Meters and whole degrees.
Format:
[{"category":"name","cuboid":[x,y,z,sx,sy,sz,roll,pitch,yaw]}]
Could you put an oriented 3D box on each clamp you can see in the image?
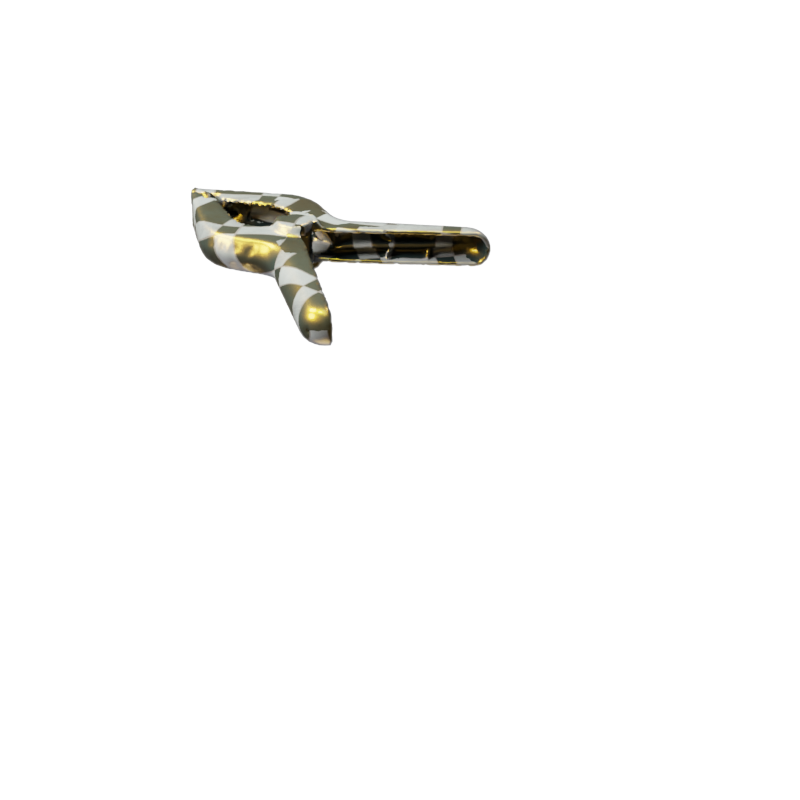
[{"category":"clamp","cuboid":[-0.058,-0.105,0.738,0.163,0.034,0.224,-23,37,-35]}]
